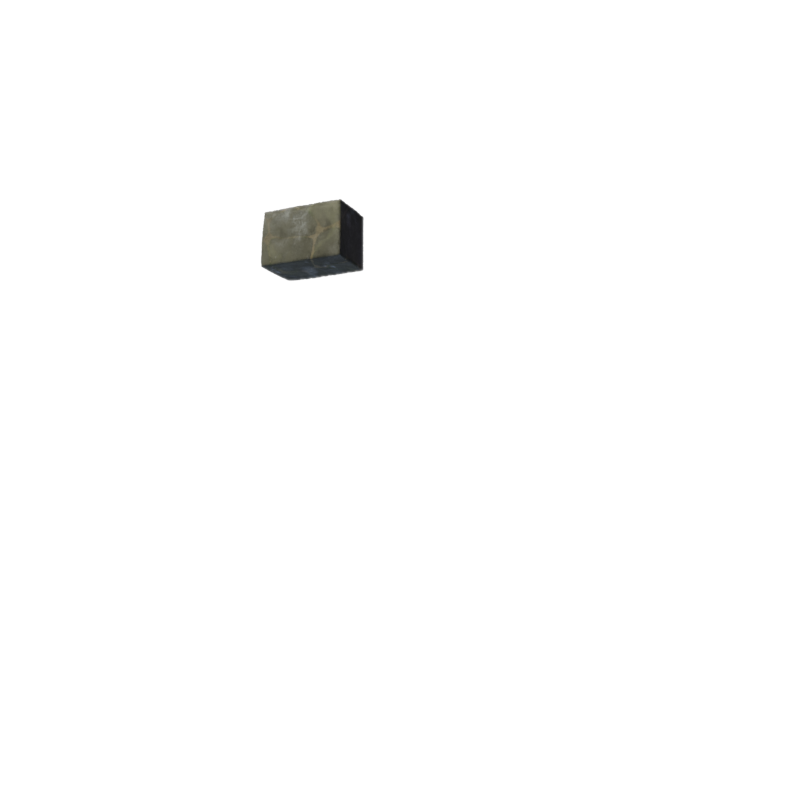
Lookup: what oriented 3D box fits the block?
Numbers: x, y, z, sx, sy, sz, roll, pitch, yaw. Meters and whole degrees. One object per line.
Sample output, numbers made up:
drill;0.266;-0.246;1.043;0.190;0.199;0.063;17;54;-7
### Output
block;-0.077;-0.140;0.982;0.080;0.053;0.050;-6;-16;23
